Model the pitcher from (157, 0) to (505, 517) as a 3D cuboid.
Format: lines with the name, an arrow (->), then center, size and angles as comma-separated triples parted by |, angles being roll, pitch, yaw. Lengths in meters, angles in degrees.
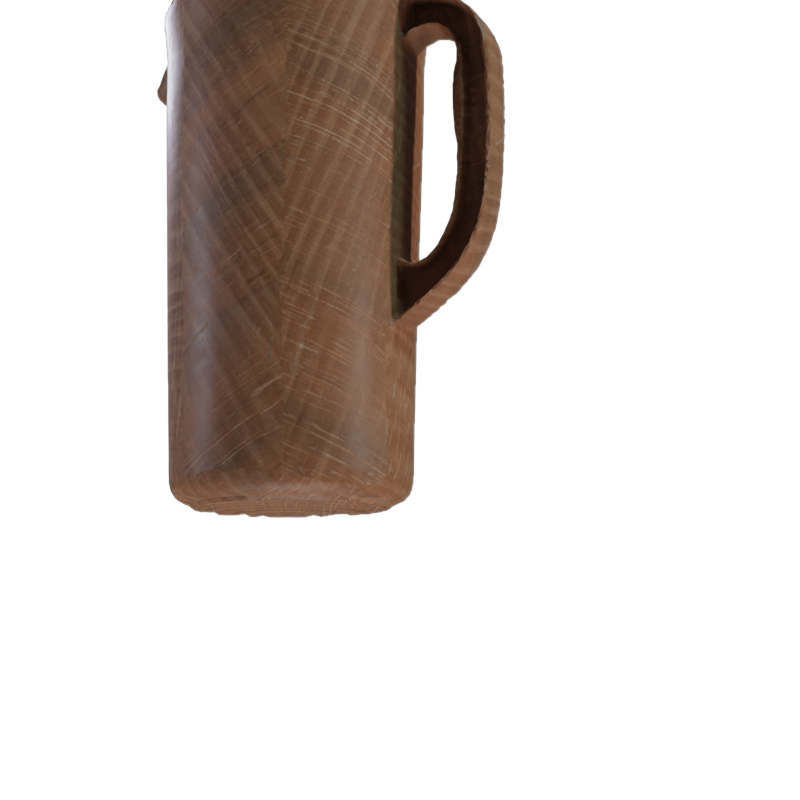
pitcher -> -0.041, -0.074, 0.517 | 0.142, 0.253, 0.147 | 4, -17, -17
